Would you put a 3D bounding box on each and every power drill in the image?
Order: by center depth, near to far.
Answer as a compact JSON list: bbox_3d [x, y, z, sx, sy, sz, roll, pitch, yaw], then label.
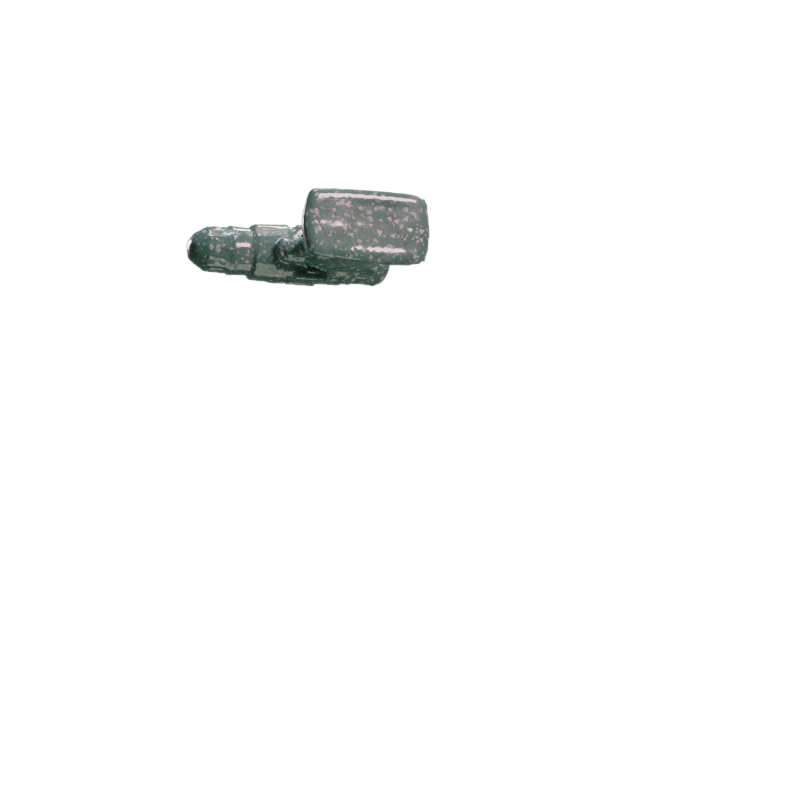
[{"bbox_3d":[-0.072,-0.132,0.923,0.180,0.058,0.190,0,-1,-20],"label":"power drill"}]
